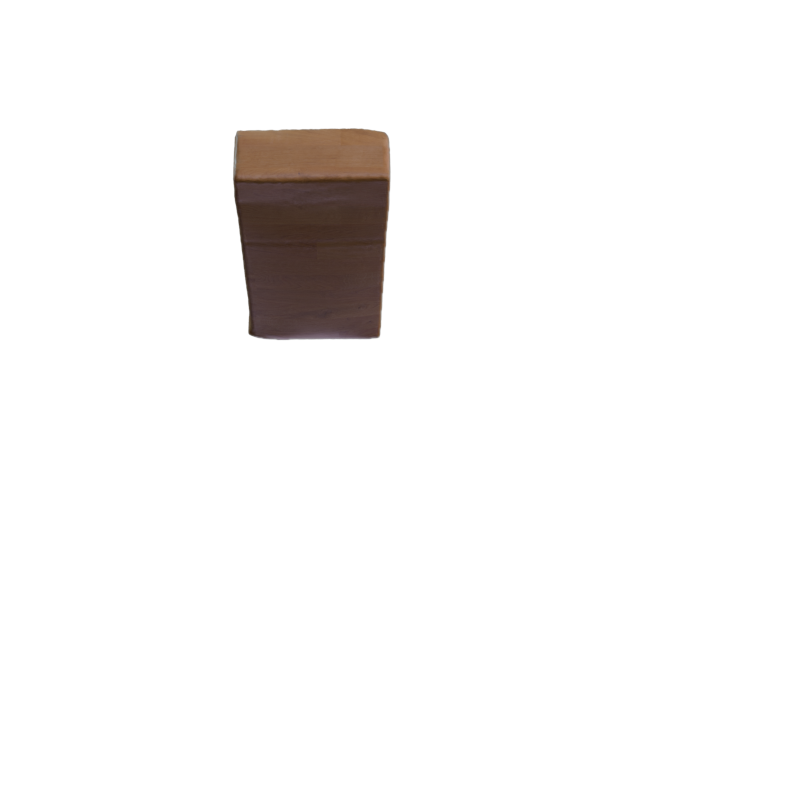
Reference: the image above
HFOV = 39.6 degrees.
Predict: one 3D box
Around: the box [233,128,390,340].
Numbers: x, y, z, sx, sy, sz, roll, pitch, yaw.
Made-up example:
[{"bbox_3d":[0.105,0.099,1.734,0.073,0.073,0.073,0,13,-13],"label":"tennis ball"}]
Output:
[{"bbox_3d":[-0.056,-0.102,0.713,0.093,0.051,0.165,1,-34,-3],"label":"box"}]
